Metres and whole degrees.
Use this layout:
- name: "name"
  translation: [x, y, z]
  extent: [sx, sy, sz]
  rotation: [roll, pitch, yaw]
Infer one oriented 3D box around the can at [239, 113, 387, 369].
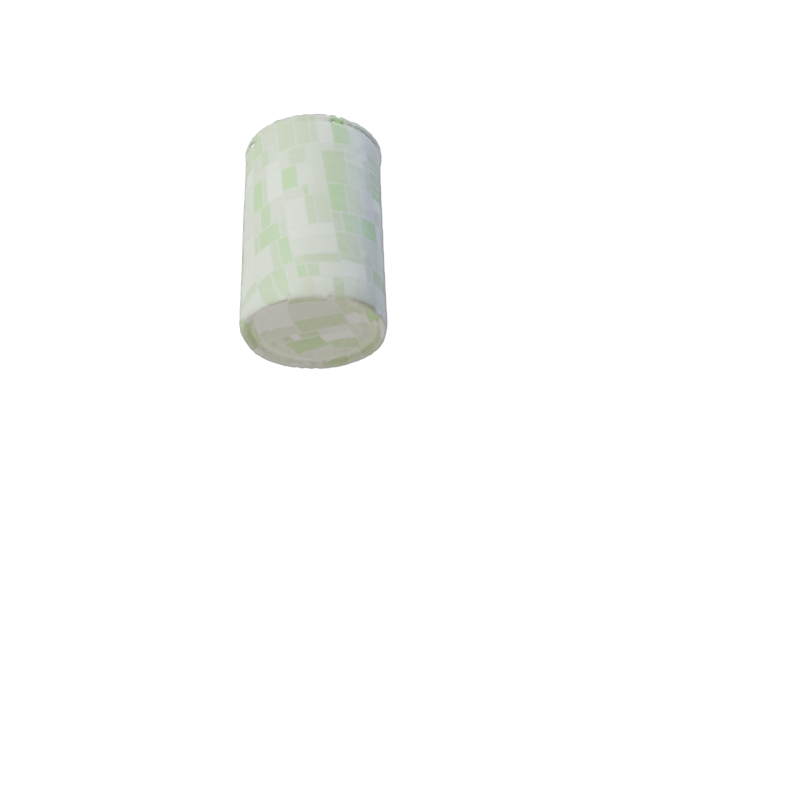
- name: "can"
  translation: [-0.041, -0.075, 0.524]
  extent: [0.068, 0.109, 0.064]
  rotation: [-1, -32, -2]
